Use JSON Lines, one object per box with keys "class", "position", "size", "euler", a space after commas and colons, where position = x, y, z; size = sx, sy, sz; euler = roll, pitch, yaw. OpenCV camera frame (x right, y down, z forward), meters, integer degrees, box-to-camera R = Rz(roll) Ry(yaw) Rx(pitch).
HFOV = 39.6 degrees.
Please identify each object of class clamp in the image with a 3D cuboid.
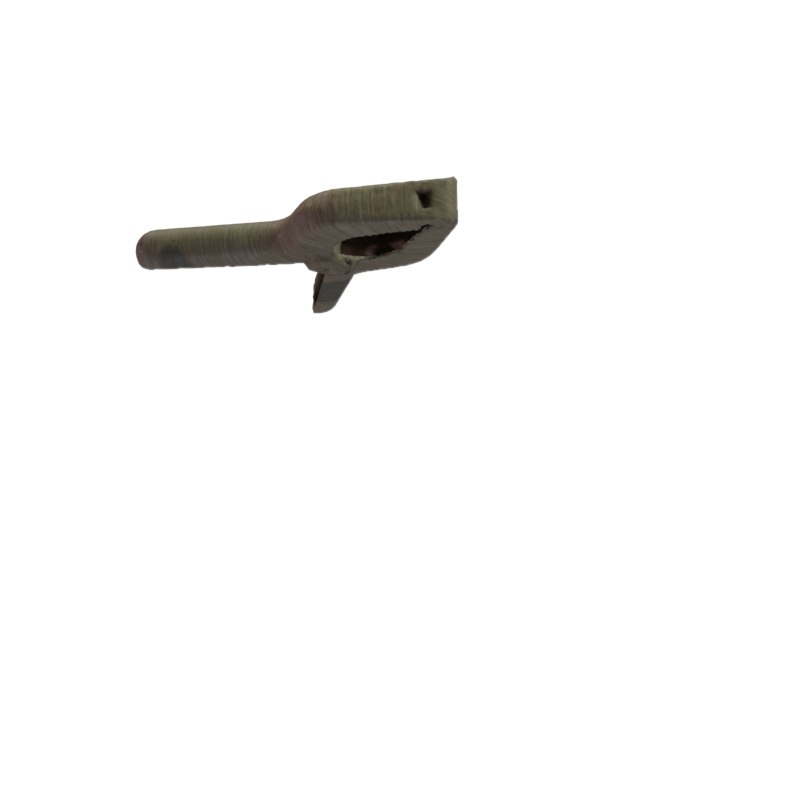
{"class": "clamp", "position": [-0.054, -0.098, 0.687], "size": [0.157, 0.038, 0.213], "euler": [9, -15, -37]}
